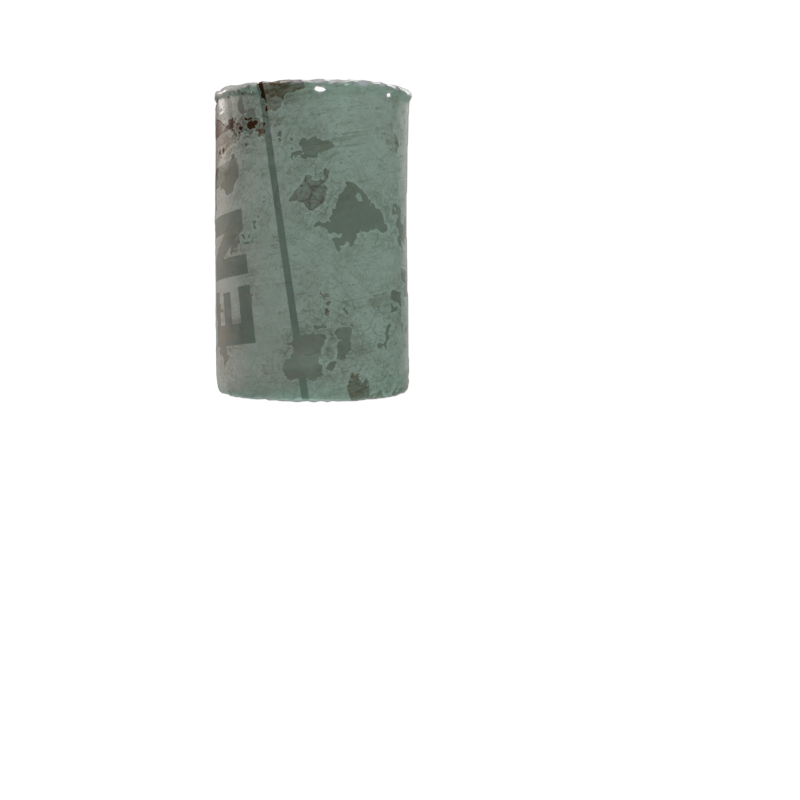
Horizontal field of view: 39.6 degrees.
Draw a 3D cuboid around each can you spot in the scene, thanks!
[{"bbox_3d":[-0.030,-0.054,0.381,0.068,0.102,0.069,0,2,-2],"label":"can"}]
